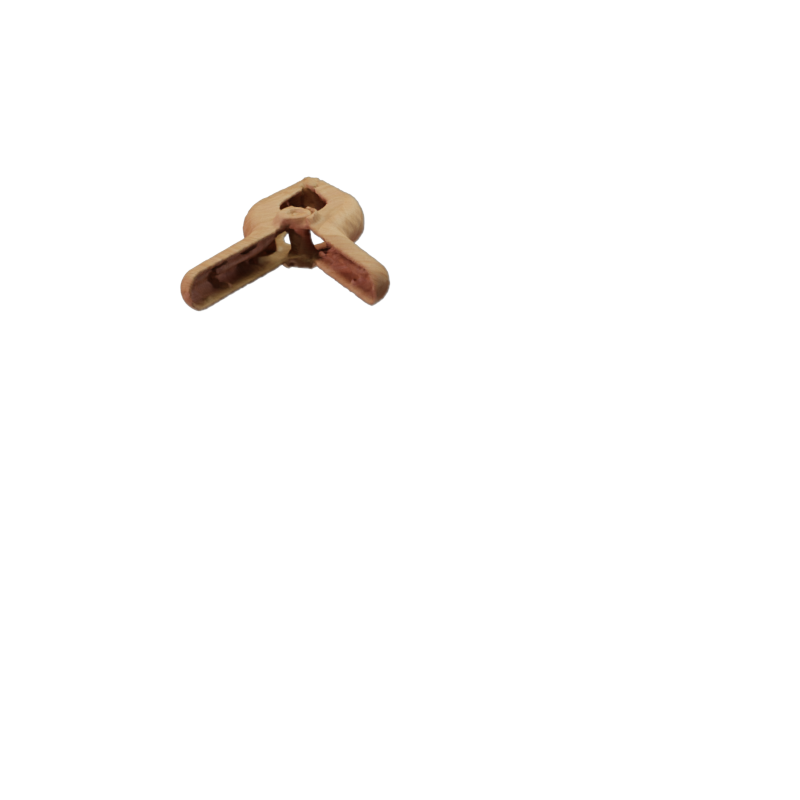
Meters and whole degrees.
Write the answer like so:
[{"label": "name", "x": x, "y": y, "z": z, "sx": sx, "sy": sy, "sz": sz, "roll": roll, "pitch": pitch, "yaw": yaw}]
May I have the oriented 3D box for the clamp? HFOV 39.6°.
[{"label": "clamp", "x": -0.054, "y": -0.099, "z": 0.694, "sx": 0.122, "sy": 0.037, "sz": 0.179, "roll": 7, "pitch": 33, "yaw": 10}]
